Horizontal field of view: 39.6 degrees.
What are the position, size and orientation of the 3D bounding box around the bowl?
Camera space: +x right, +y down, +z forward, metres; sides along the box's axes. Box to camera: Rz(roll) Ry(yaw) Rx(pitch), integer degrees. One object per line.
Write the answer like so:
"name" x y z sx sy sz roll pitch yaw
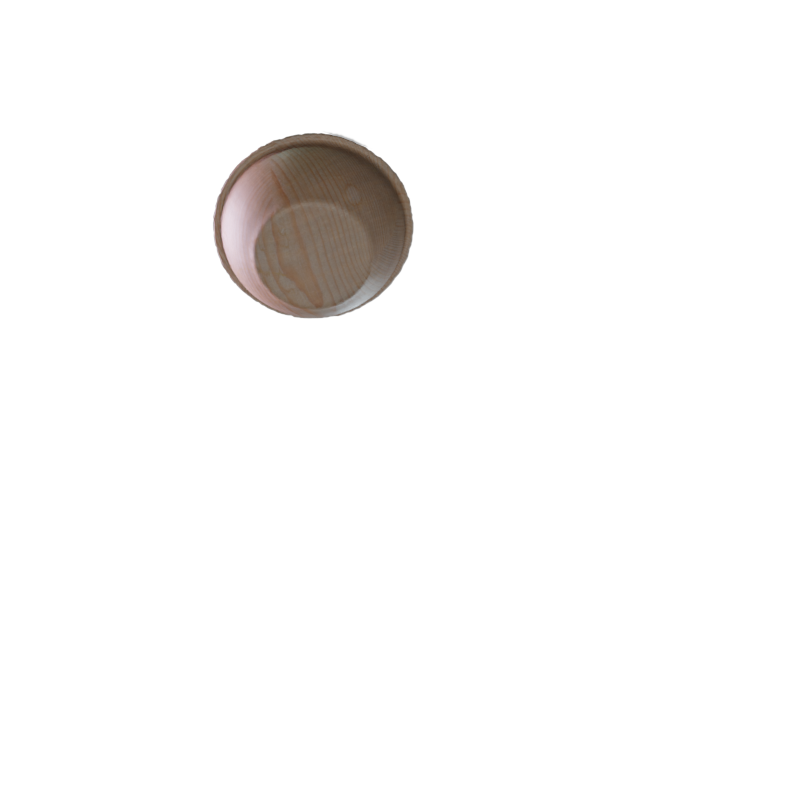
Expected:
"bowl" -0.068 -0.124 0.869 0.162 0.153 0.058 1 26 -1
